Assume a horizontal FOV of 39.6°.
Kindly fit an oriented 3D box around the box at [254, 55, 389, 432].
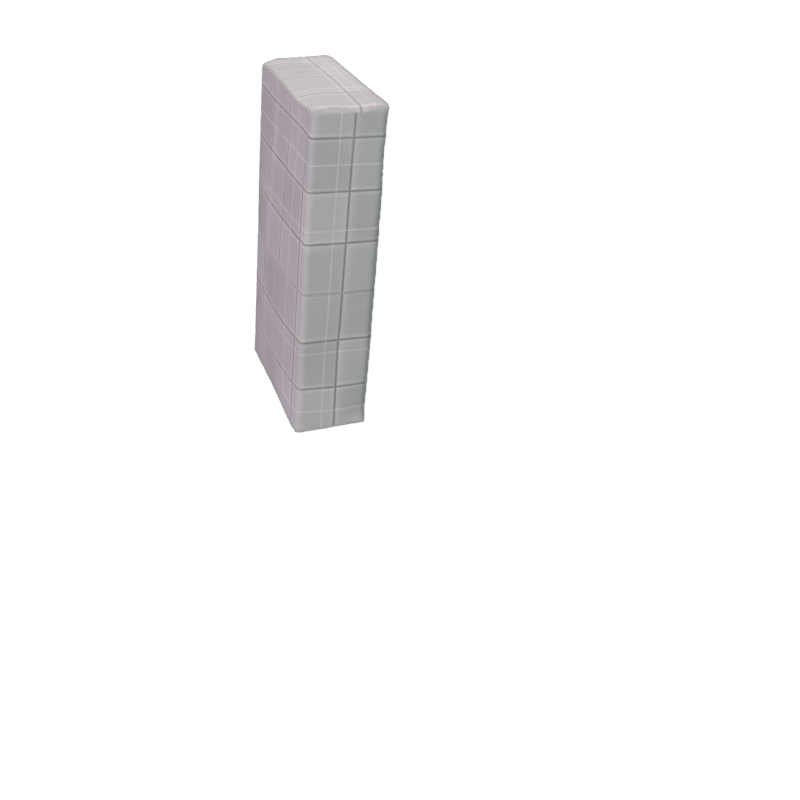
[{"bbox_3d":[-0.046,-0.083,0.579,0.047,0.167,0.100,-7,28,-18],"label":"box"}]
